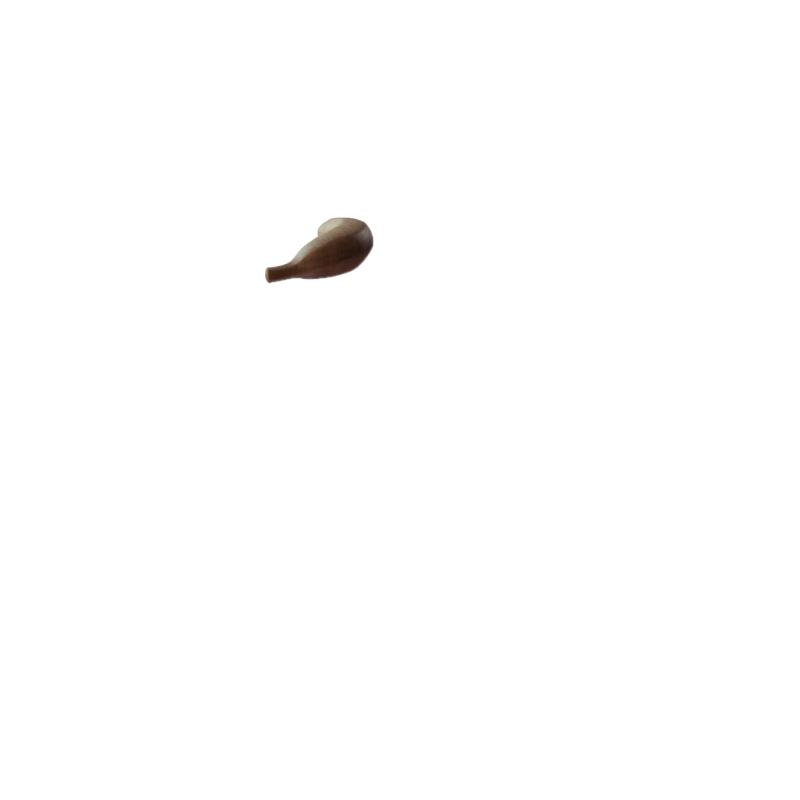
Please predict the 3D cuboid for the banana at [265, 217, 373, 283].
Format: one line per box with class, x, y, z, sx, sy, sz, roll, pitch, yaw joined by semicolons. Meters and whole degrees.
banana;-0.056;-0.132;0.931;0.071;0.036;0.200;3;16;9
